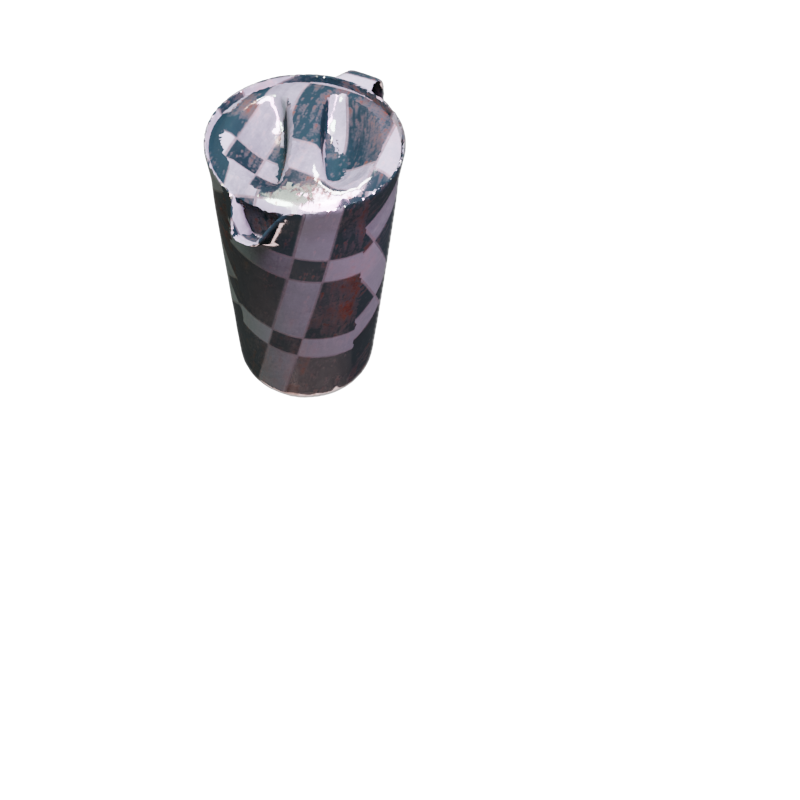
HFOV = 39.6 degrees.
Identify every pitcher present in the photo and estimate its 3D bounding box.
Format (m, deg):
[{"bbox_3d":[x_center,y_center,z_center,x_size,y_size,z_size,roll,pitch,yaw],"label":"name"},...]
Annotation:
[{"bbox_3d":[-0.064,-0.117,0.822,0.148,0.156,0.227,-15,-34,-14],"label":"pitcher"}]
